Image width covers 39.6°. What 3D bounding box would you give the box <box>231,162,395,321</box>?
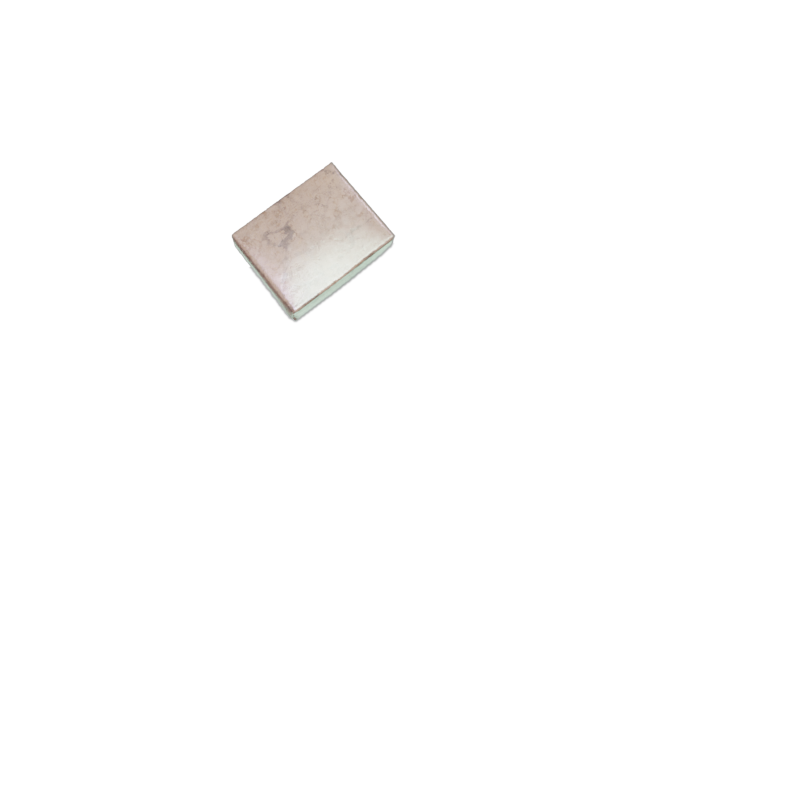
[{"bbox_3d":[-0.075,-0.137,0.962,0.114,0.093,0.037,-37,-14,-12],"label":"box"}]
